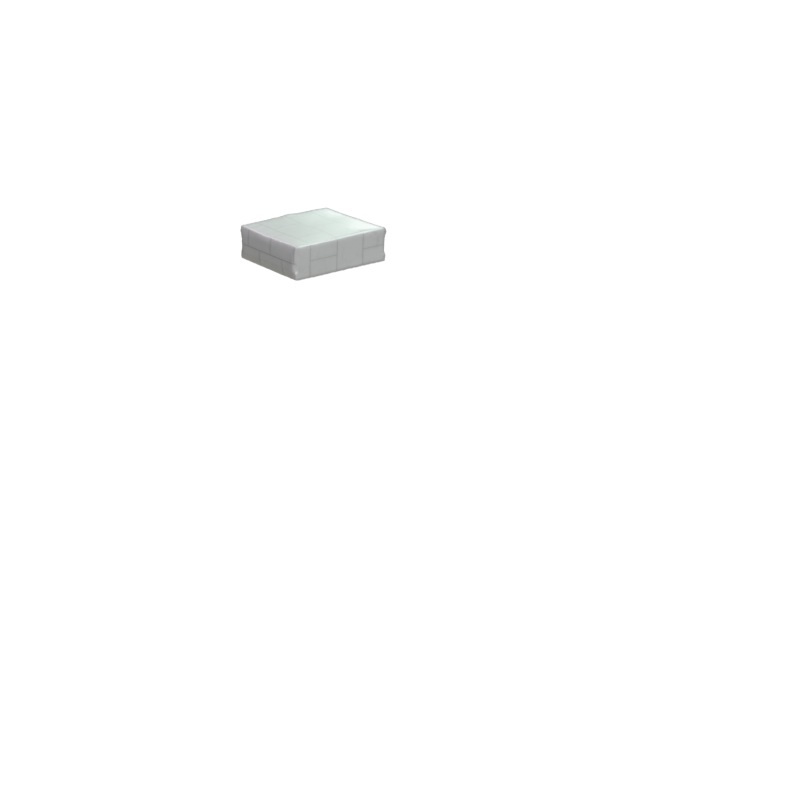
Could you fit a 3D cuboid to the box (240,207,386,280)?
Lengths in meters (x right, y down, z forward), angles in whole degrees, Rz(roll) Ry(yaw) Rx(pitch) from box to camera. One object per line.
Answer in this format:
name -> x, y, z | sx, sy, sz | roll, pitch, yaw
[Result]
box -> -0.067, -0.122, 0.856 | 0.088, 0.029, 0.078 | -18, 30, -36
